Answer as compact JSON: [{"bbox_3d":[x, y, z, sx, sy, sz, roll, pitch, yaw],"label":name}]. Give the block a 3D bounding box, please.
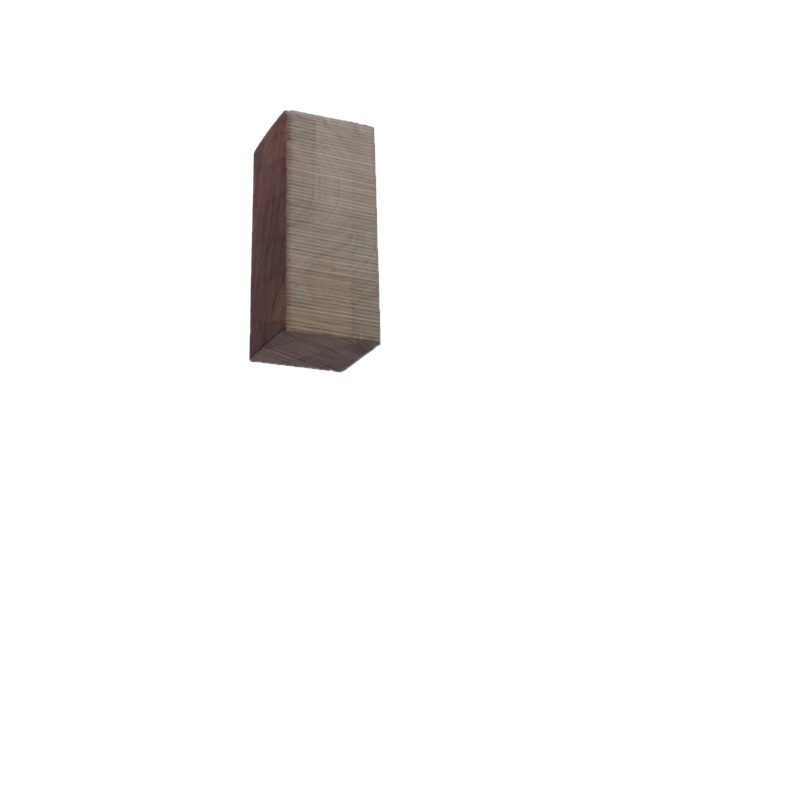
[{"bbox_3d":[-0.077,-0.140,0.982,0.088,0.217,0.089,8,-24,-23],"label":"block"}]
